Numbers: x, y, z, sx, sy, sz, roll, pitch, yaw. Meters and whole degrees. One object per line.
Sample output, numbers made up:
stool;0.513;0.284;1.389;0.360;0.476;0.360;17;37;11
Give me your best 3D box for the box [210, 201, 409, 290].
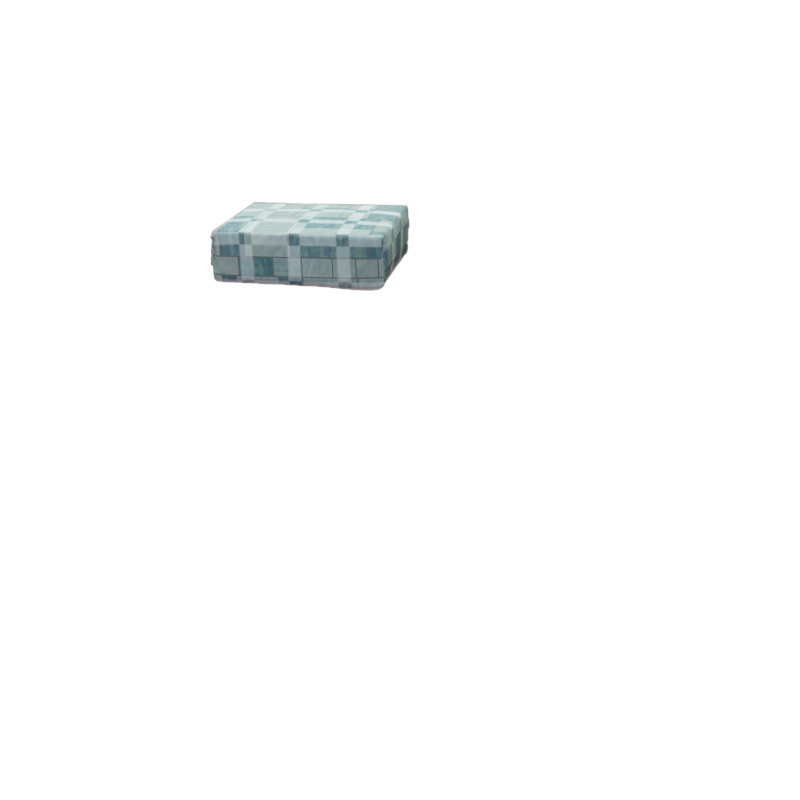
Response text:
box;-0.057;-0.103;0.724;0.116;0.037;0.092;5;22;12
